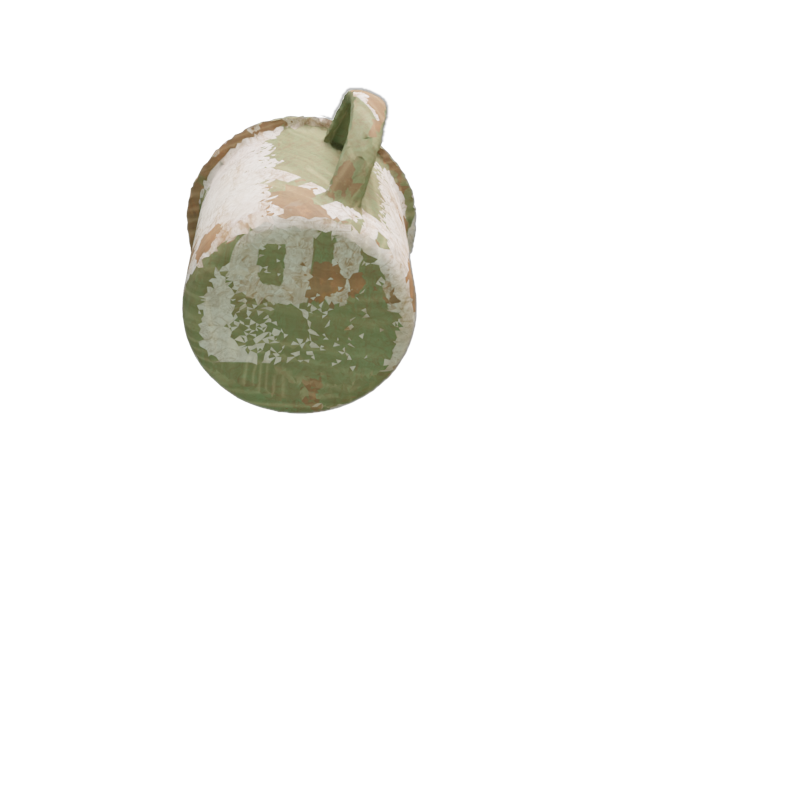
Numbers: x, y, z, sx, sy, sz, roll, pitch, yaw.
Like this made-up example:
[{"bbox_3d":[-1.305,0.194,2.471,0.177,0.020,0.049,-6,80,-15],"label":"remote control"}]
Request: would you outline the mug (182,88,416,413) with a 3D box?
[{"bbox_3d":[-0.032,-0.058,0.409,0.091,0.113,0.086,22,26,-13],"label":"mug"}]
